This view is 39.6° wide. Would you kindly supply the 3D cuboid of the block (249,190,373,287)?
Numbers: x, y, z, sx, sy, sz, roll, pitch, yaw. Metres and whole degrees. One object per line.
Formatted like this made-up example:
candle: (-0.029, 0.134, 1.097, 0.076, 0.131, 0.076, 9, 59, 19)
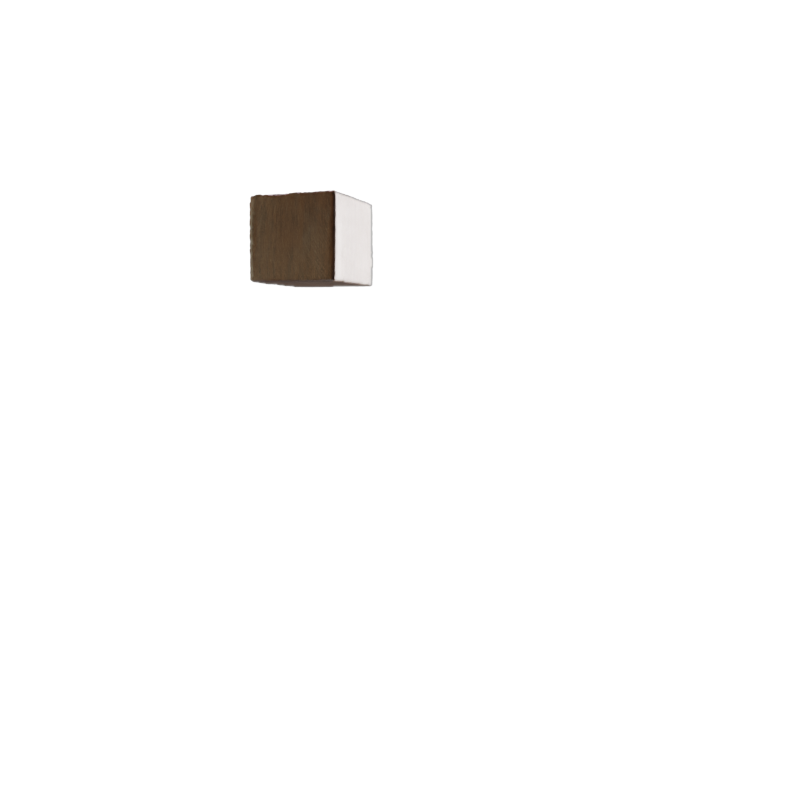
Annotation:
block: (-0.052, -0.094, 0.660, 0.054, 0.051, 0.076, 0, 1, 16)
